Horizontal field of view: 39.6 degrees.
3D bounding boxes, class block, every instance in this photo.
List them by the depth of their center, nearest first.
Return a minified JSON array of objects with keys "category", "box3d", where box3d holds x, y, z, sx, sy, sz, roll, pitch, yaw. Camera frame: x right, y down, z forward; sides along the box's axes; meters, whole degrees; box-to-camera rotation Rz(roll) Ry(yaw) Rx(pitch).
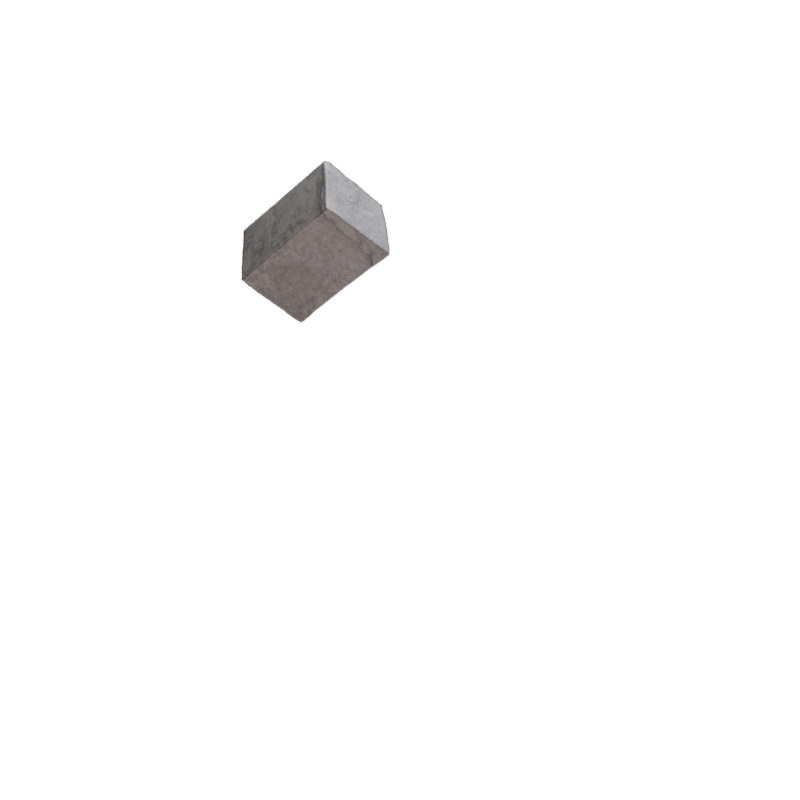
[{"category":"block","box3d":[-0.053,-0.097,0.678,0.077,0.055,0.049,-35,-55,27]}]
